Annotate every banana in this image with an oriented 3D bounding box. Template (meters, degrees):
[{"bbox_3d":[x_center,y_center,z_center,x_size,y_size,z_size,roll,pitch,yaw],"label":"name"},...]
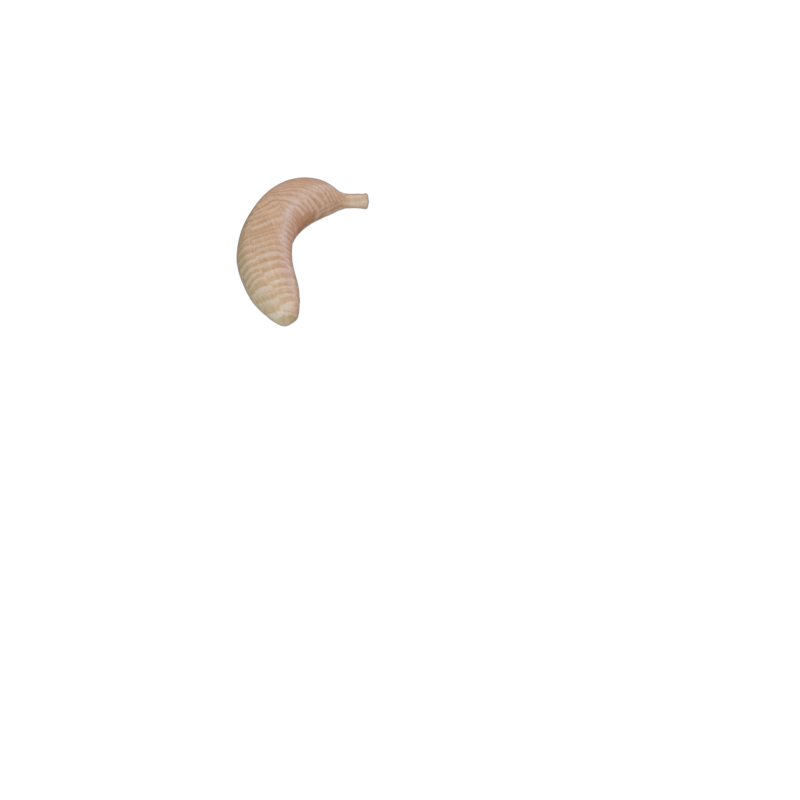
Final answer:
[{"bbox_3d":[-0.077,-0.114,0.770,0.071,0.034,0.206,7,34,11],"label":"banana"}]
